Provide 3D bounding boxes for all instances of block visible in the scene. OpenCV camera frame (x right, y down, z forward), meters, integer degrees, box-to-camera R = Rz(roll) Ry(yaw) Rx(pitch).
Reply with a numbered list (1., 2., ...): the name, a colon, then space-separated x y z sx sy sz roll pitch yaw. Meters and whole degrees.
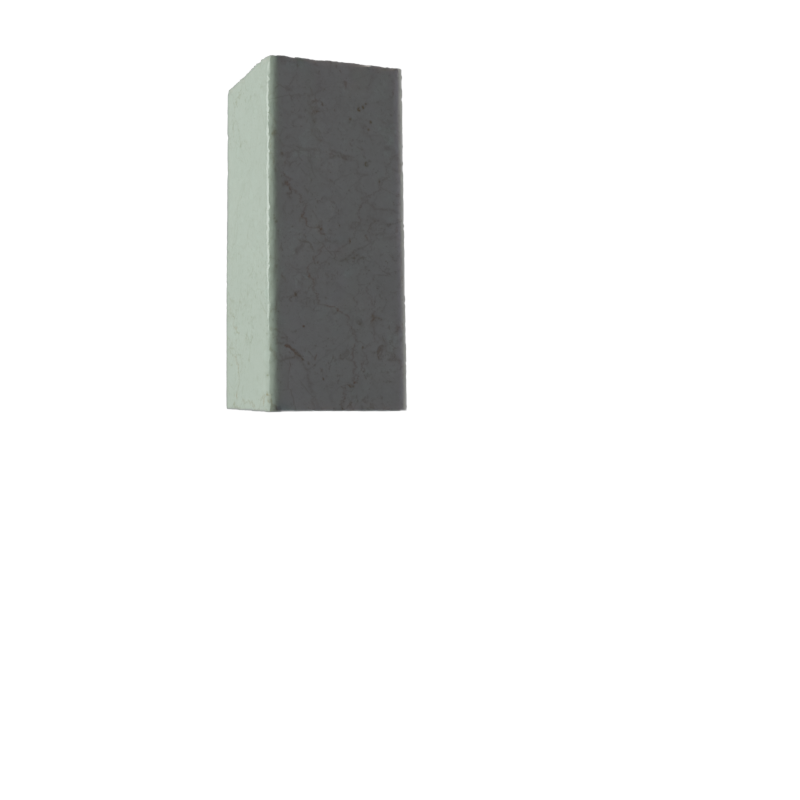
1. block: -0.055 -0.098 0.687 0.088 0.210 0.092 2 -6 -22
